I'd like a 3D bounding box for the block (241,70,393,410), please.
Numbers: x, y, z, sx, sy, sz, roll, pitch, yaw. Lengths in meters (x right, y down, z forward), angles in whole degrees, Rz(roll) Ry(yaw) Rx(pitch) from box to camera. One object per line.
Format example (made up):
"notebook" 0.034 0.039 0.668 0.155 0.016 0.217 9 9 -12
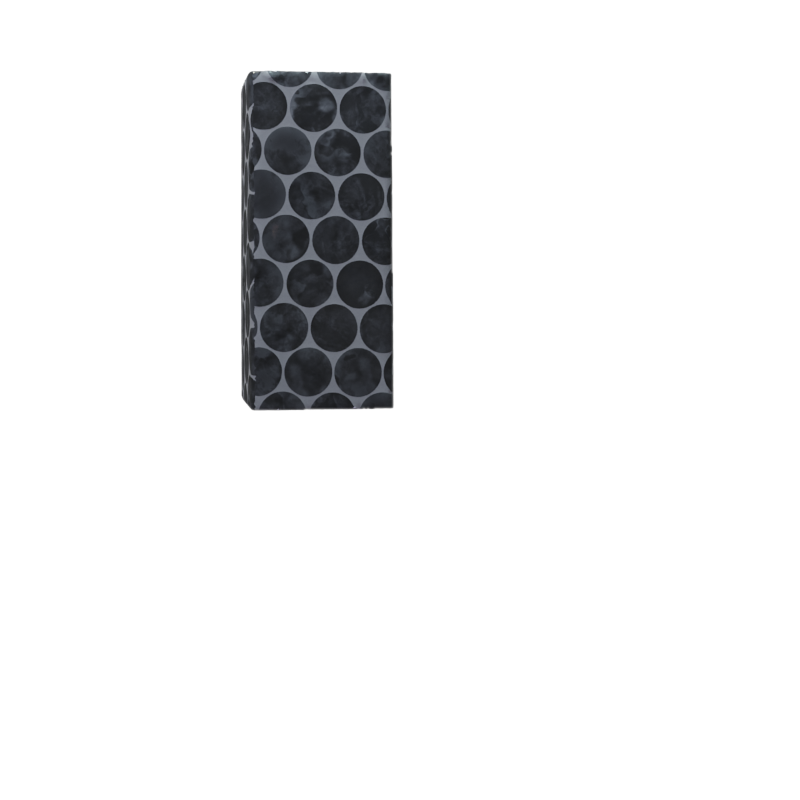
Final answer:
"block" -0.056 -0.102 0.716 0.090 0.207 0.091 0 -1 -10
